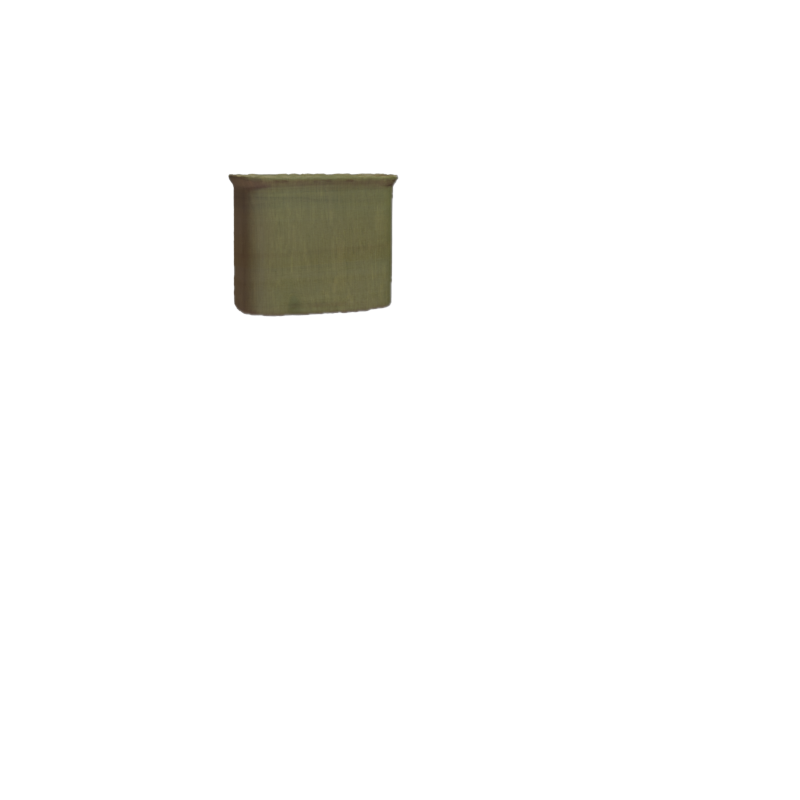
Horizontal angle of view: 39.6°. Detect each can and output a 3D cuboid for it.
[{"bbox_3d":[-0.054,-0.098,0.686,0.100,0.083,0.060,-3,8,-20],"label":"can"}]
